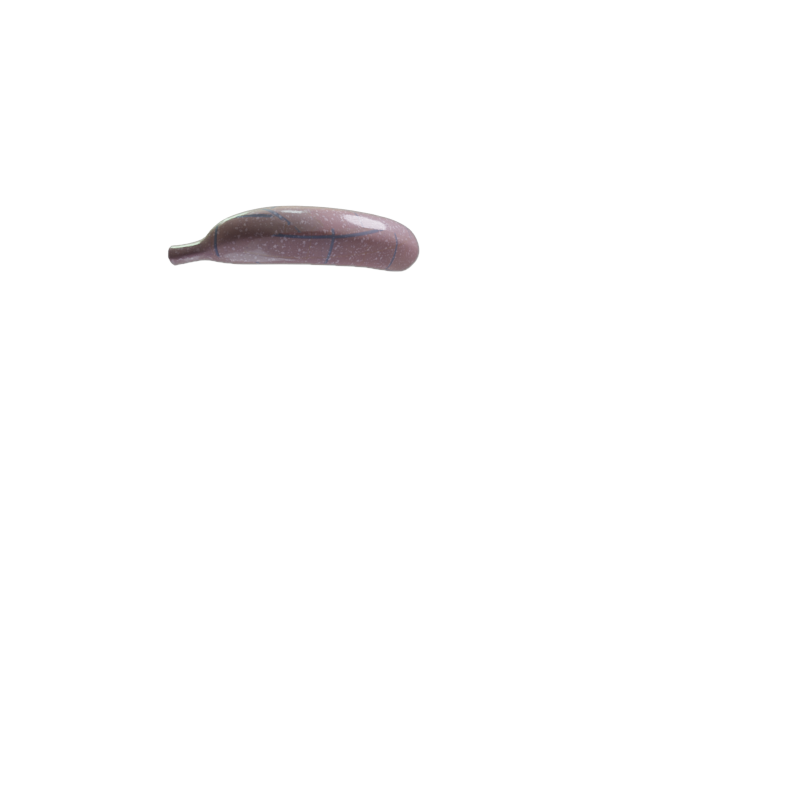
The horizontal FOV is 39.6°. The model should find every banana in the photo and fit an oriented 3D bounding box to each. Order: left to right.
[{"bbox_3d":[-0.047,-0.102,0.704,0.190,0.037,0.072,-3,3,-40],"label":"banana"}]
